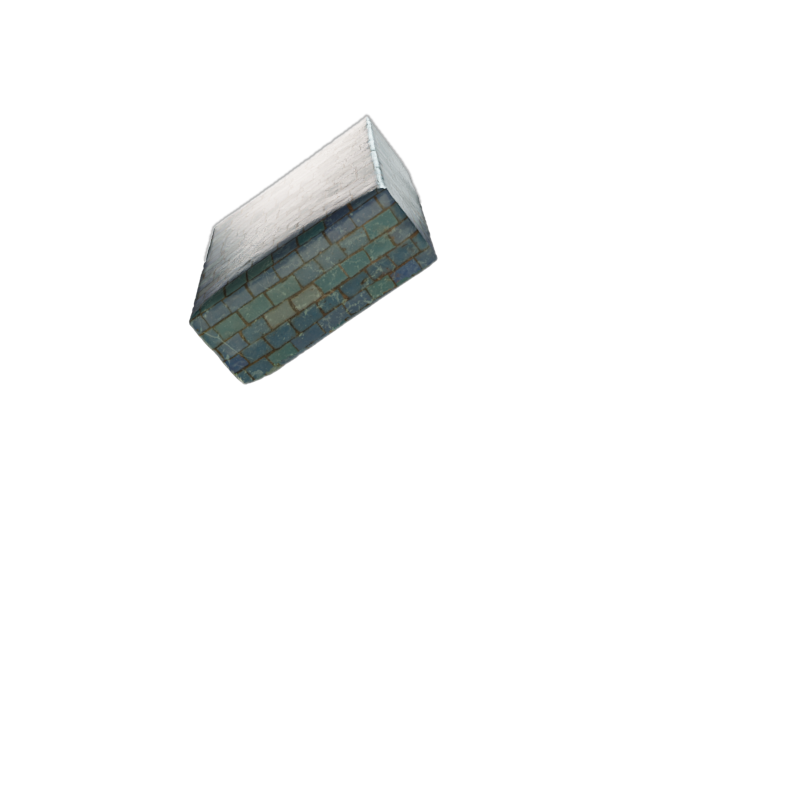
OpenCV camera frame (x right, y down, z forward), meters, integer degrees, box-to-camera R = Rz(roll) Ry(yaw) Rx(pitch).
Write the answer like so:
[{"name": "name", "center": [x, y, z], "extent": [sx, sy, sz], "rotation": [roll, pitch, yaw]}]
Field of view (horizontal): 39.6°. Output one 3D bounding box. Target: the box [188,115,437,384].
[{"name": "box", "center": [-0.065, -0.119, 0.834], "extent": [0.164, 0.068, 0.225], "rotation": [-33, 23, 11]}]
